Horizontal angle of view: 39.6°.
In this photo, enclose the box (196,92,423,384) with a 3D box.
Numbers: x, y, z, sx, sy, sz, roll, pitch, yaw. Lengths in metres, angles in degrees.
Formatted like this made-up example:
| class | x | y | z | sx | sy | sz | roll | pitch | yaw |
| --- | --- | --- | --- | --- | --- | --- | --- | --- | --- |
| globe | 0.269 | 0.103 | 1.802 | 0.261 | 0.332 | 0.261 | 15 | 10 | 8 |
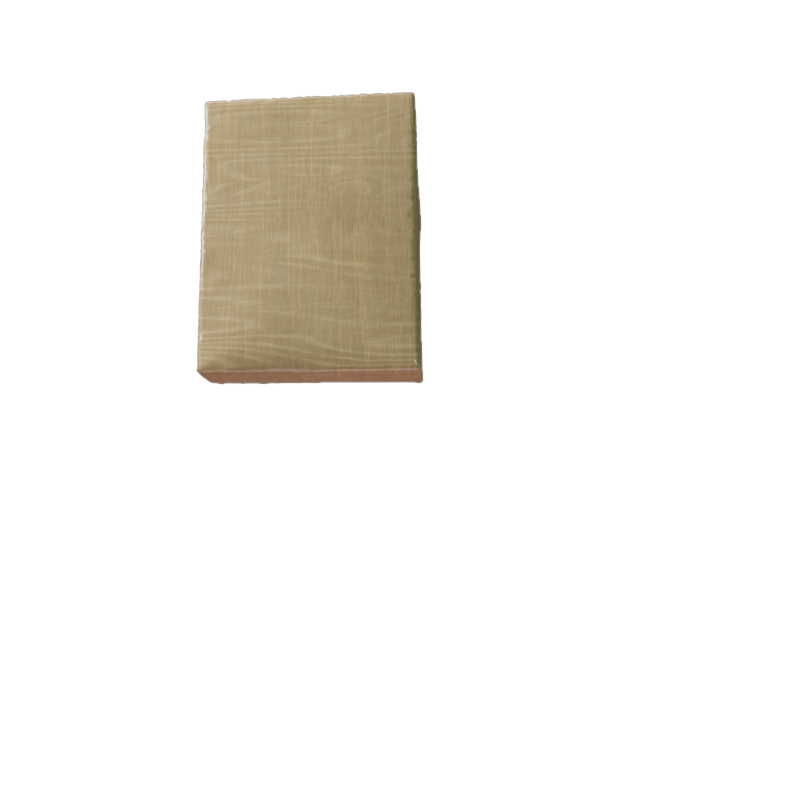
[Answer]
| class | x | y | z | sx | sy | sz | roll | pitch | yaw |
| --- | --- | --- | --- | --- | --- | --- | --- | --- | --- |
| box | -0.066 | -0.121 | 0.845 | 0.165 | 0.222 | 0.069 | -2 | -16 | 5 |
